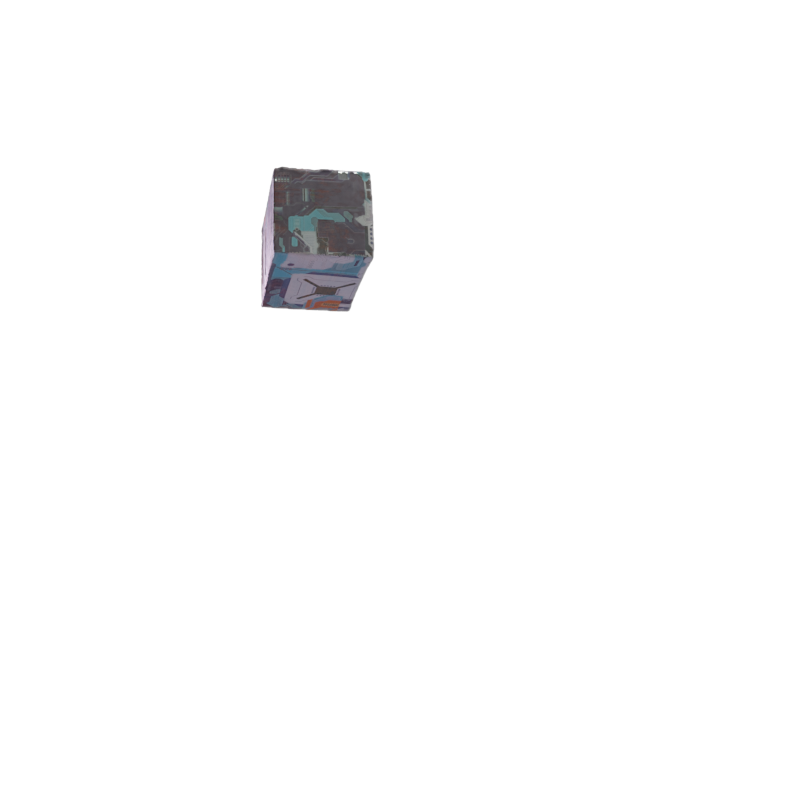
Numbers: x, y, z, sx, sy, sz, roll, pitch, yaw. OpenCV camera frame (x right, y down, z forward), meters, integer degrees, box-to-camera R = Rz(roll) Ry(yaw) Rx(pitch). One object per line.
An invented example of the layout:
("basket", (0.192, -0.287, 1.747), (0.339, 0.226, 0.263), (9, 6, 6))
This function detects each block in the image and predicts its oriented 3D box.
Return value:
("block", (-0.047, -0.086, 0.601), (0.052, 0.054, 0.075), (3, -20, -11))
